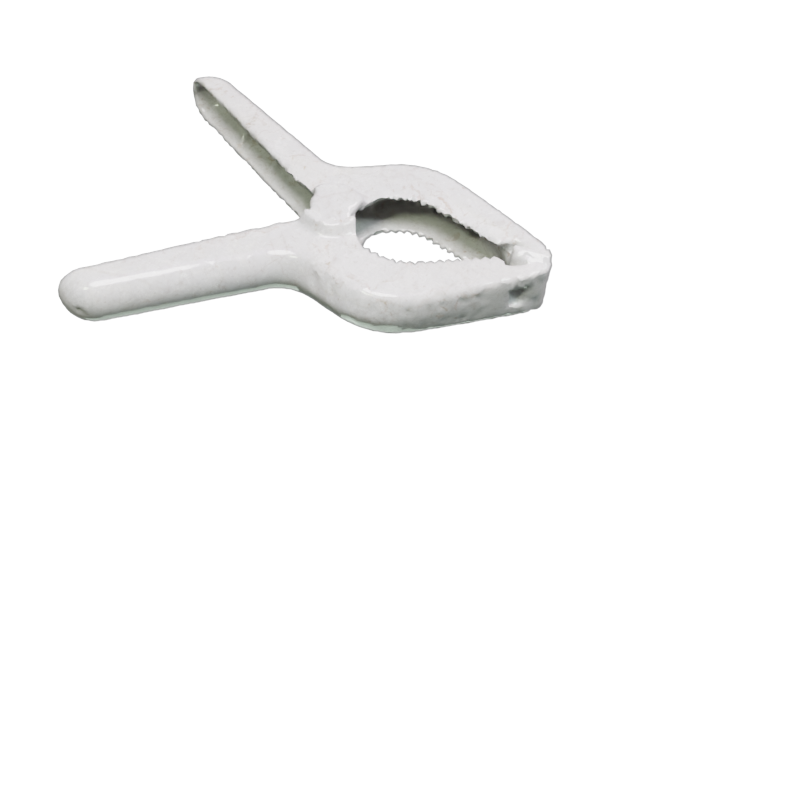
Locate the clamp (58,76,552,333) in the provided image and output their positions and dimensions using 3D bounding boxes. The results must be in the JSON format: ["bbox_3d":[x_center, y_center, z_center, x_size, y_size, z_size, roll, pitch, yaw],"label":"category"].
[{"bbox_3d":[-0.040,-0.073,0.510,0.217,0.171,0.034,19,-37,15],"label":"clamp"}]
